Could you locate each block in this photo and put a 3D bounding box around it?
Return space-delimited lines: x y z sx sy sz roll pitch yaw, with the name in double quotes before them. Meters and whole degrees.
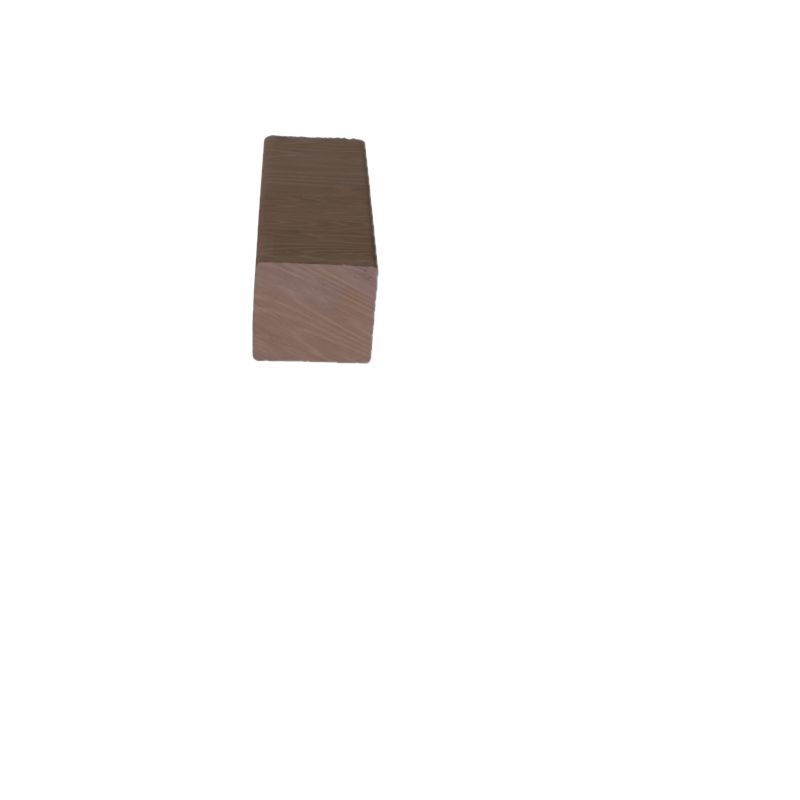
"block" -0.070 -0.129 0.897 0.090 0.085 0.220 1 36 -5
